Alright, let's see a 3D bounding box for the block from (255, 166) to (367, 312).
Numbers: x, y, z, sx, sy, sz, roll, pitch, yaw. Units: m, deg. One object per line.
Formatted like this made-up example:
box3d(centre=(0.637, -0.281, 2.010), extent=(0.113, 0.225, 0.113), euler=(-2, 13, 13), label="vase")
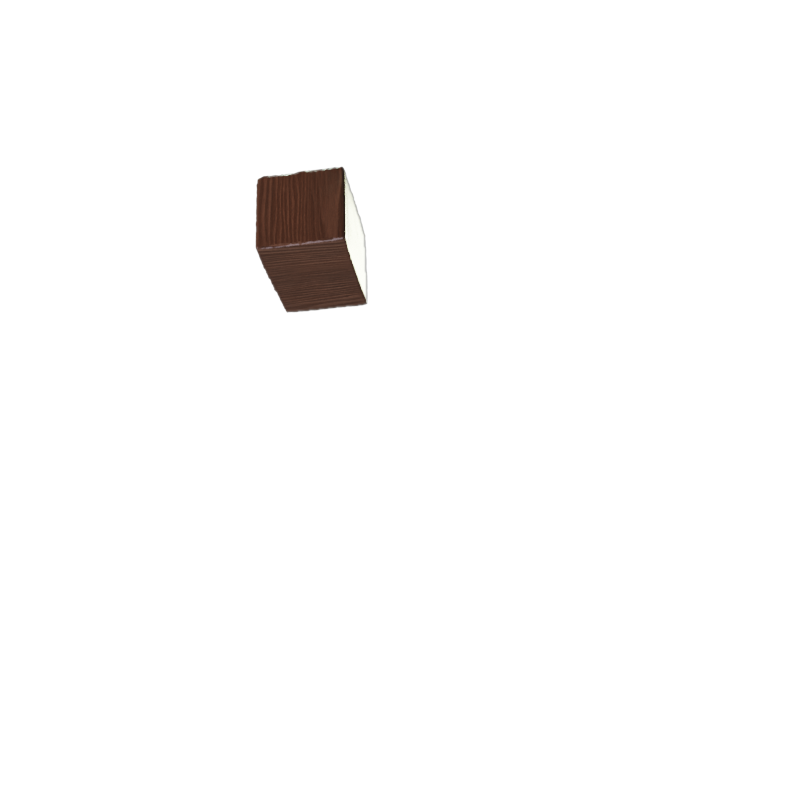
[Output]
box3d(centre=(-0.051, -0.094, 0.657), extent=(0.053, 0.055, 0.072), euler=(-5, -28, 7), label="block")
